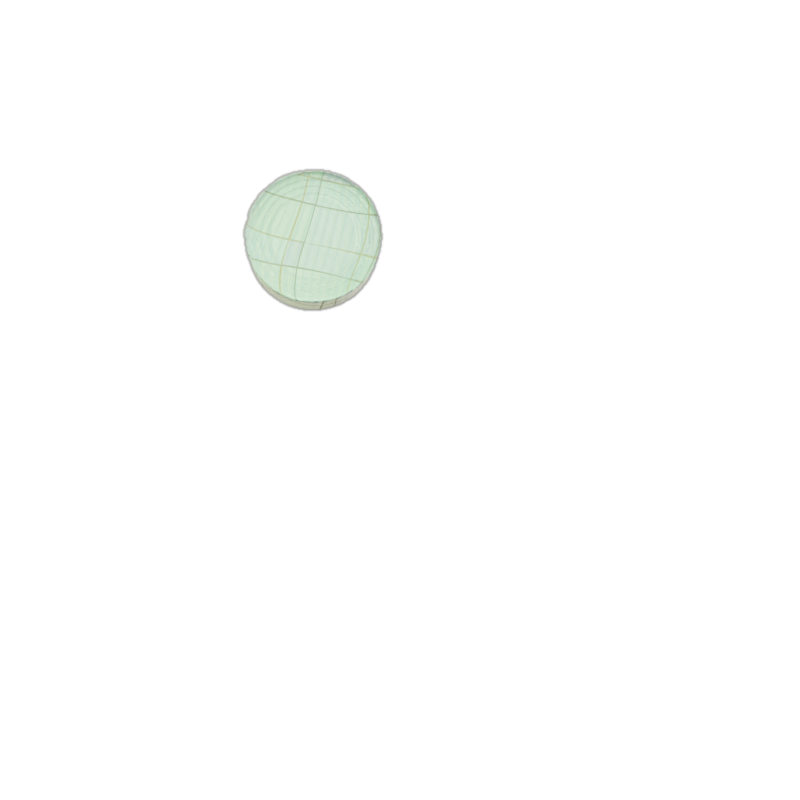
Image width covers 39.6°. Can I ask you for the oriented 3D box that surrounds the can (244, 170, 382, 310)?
[{"bbox_3d":[-0.055,-0.101,0.706,0.086,0.089,0.032,0,-13,-1],"label":"can"}]
